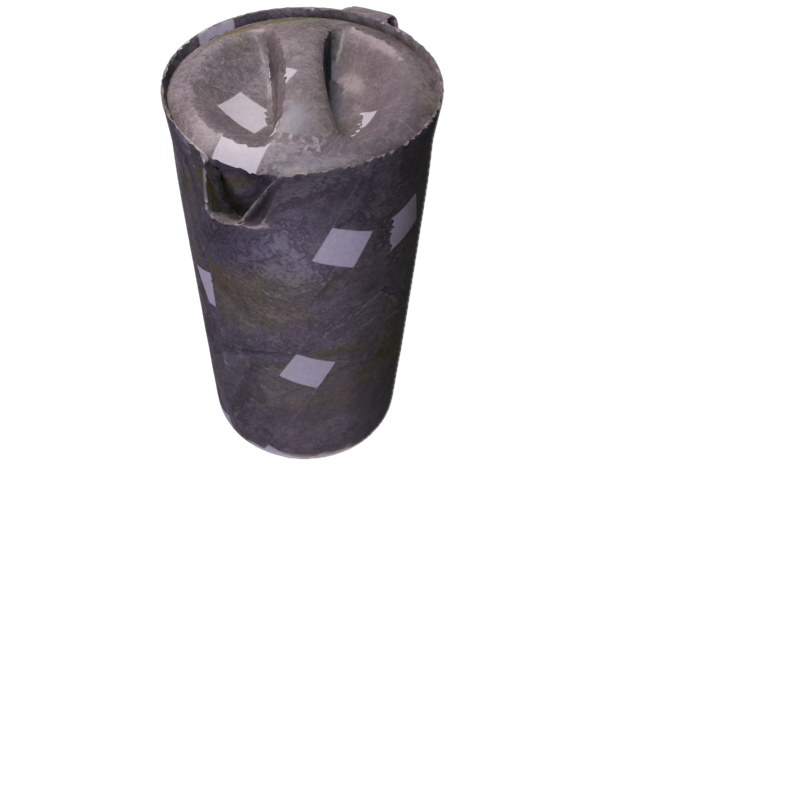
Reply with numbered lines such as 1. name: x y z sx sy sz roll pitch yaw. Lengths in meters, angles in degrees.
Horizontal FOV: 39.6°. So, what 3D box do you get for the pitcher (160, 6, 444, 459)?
1. pitcher: -0.048 -0.087 0.607 0.148 0.157 0.226 -17 -39 -17
